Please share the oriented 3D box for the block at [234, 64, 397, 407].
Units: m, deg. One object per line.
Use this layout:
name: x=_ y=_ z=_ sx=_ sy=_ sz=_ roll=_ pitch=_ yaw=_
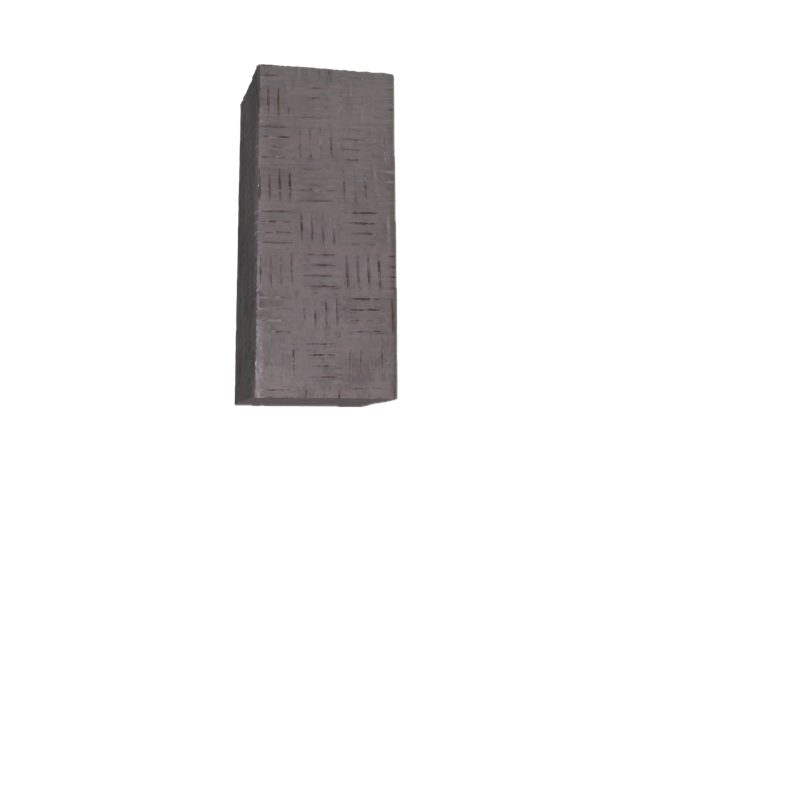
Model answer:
block: x=-0.056 y=-0.102 z=0.717 sx=0.089 sy=0.212 sz=0.089 roll=2 pitch=-10 yaw=-14
